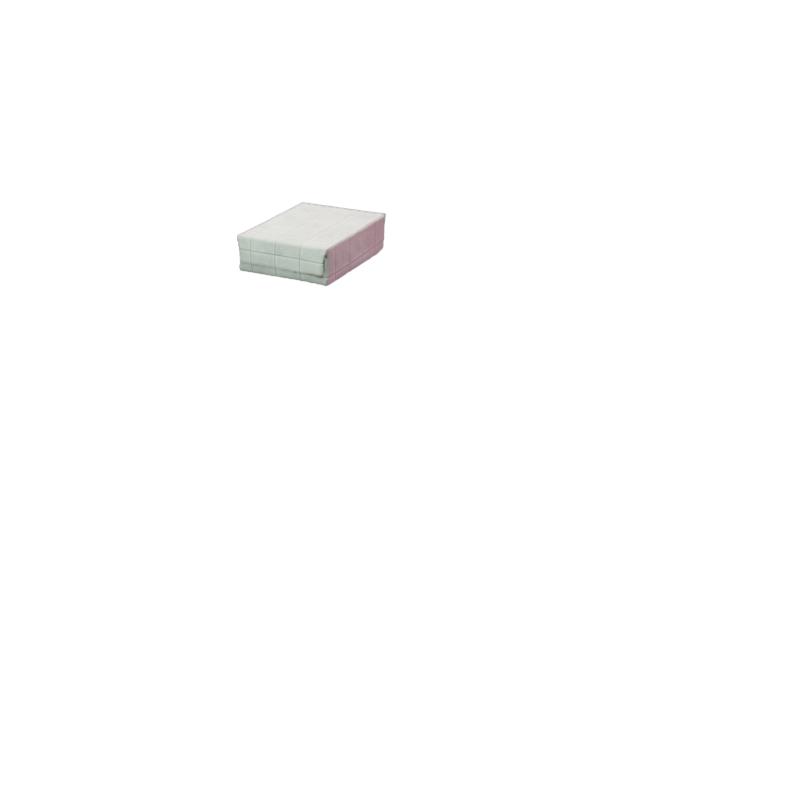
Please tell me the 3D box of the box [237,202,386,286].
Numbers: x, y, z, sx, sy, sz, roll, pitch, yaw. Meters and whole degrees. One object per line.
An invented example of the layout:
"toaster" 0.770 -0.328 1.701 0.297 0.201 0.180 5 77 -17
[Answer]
"box" -0.077 -0.140 0.980 0.094 0.037 0.114 12 26 25
